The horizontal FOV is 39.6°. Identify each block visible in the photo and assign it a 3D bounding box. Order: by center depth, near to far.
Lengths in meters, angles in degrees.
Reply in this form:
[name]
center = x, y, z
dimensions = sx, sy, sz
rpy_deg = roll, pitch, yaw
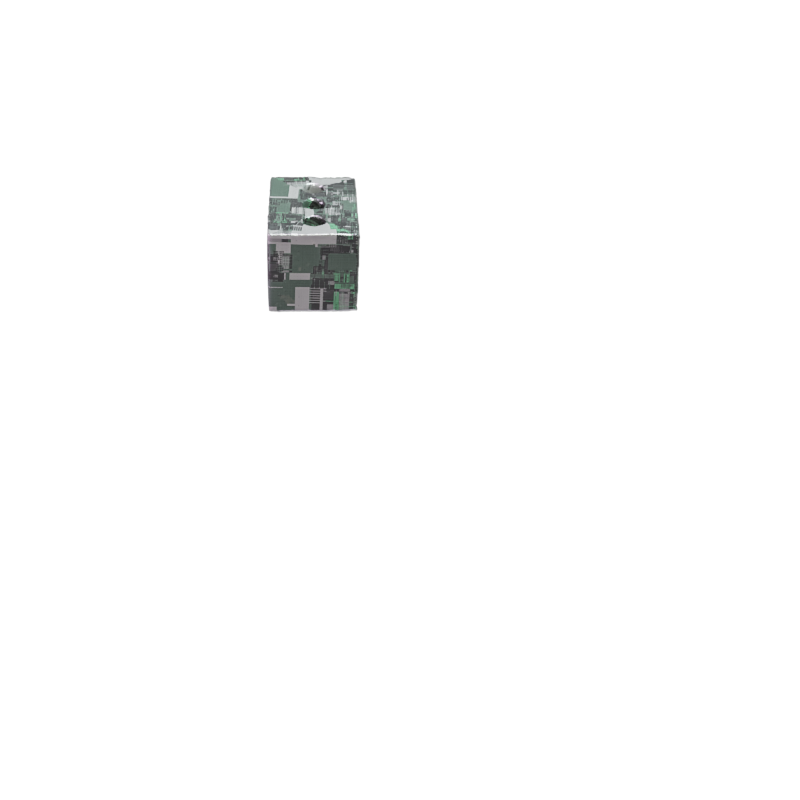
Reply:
[block]
center = -0.051, -0.093, 0.650
dimensions = 0.052, 0.048, 0.083
rpy_deg = -1, 33, -4
